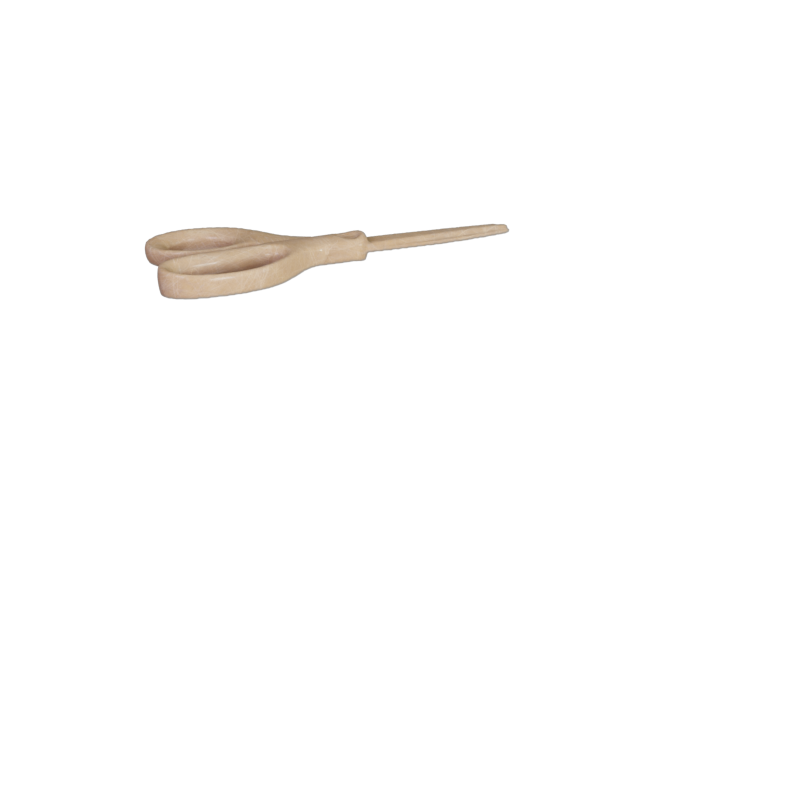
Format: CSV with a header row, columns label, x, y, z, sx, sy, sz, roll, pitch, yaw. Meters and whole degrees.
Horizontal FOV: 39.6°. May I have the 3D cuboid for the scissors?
label,x,y,z,sx,sy,sz,roll,pitch,yaw
scissors,-0.046,-0.084,0.585,0.198,0.015,0.102,-18,29,-37
